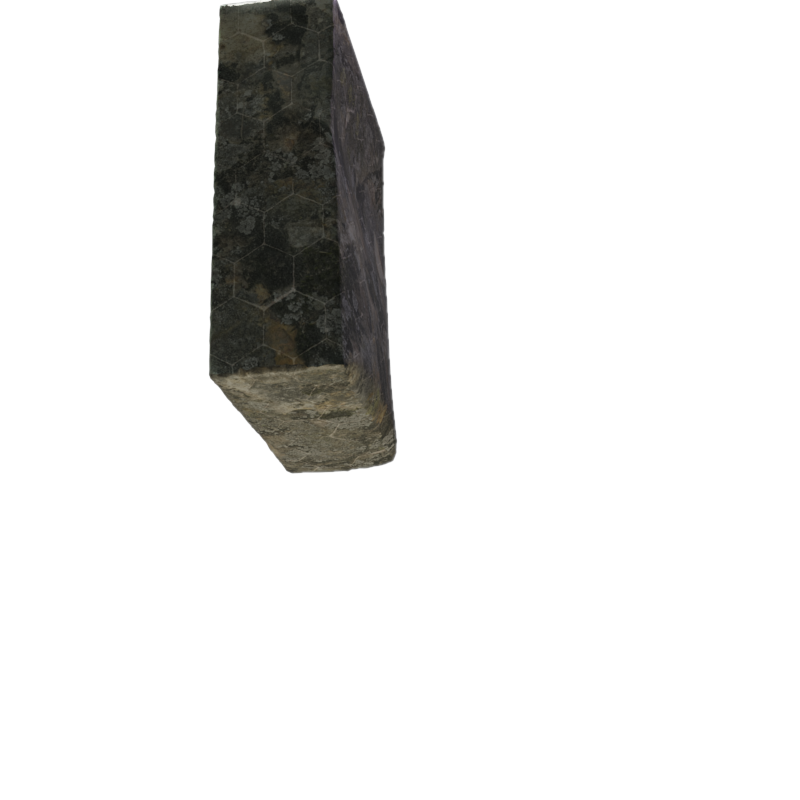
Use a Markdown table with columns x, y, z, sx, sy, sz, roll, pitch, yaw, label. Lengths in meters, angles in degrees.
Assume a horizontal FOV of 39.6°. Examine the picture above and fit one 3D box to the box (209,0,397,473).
| x | y | z | sx | sy | sz | roll | pitch | yaw | label |
| --- | --- | --- | --- | --- | --- | --- | --- | --- | --- |
| -0.047 | -0.086 | 0.603 | 0.072 | 0.226 | 0.154 | -6 | -24 | 8 | box |
